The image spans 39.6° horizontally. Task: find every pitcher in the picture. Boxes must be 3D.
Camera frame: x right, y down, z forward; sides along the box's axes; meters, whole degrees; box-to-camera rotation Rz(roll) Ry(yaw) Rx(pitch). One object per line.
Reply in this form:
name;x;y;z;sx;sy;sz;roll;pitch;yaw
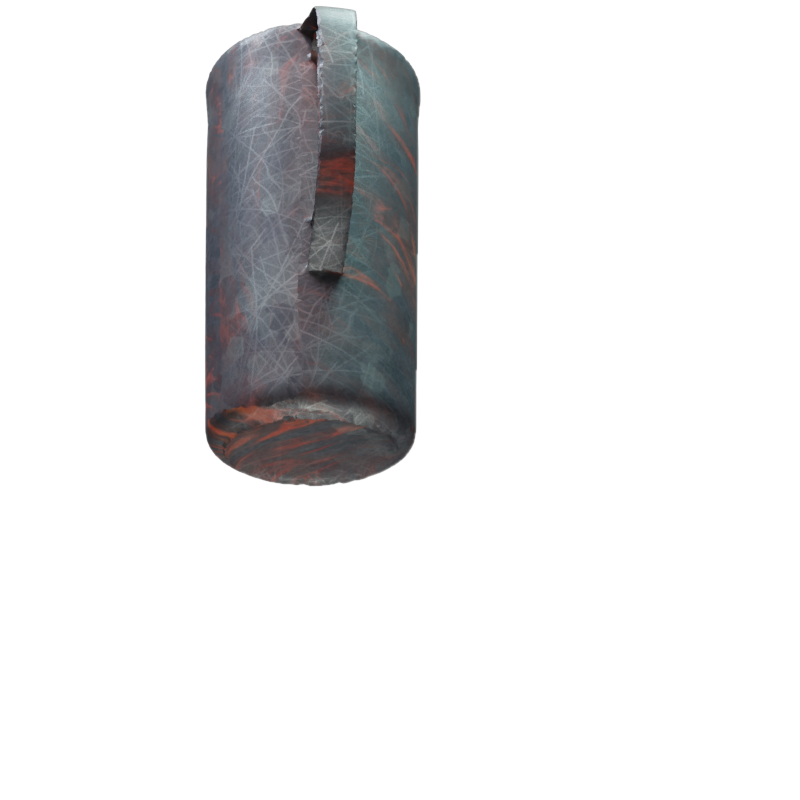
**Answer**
pitcher;-0.048;-0.088;0.617;0.146;0.259;0.138;-20;-35;28
